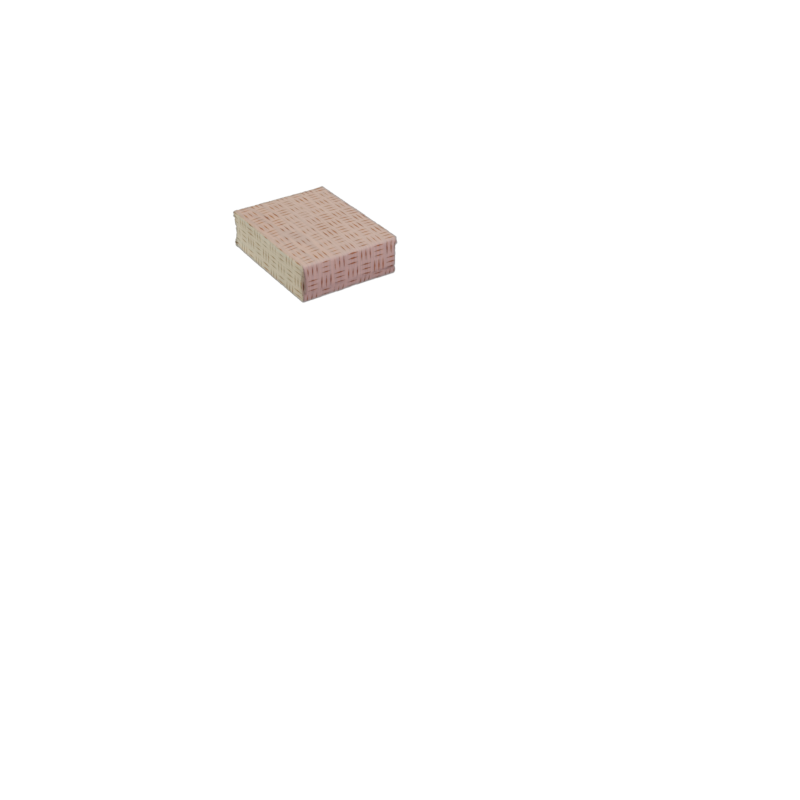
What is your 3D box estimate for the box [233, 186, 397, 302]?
[{"bbox_3d":[-0.071,-0.129,0.904,0.089,0.037,0.122,-20,38,-29],"label":"box"}]
